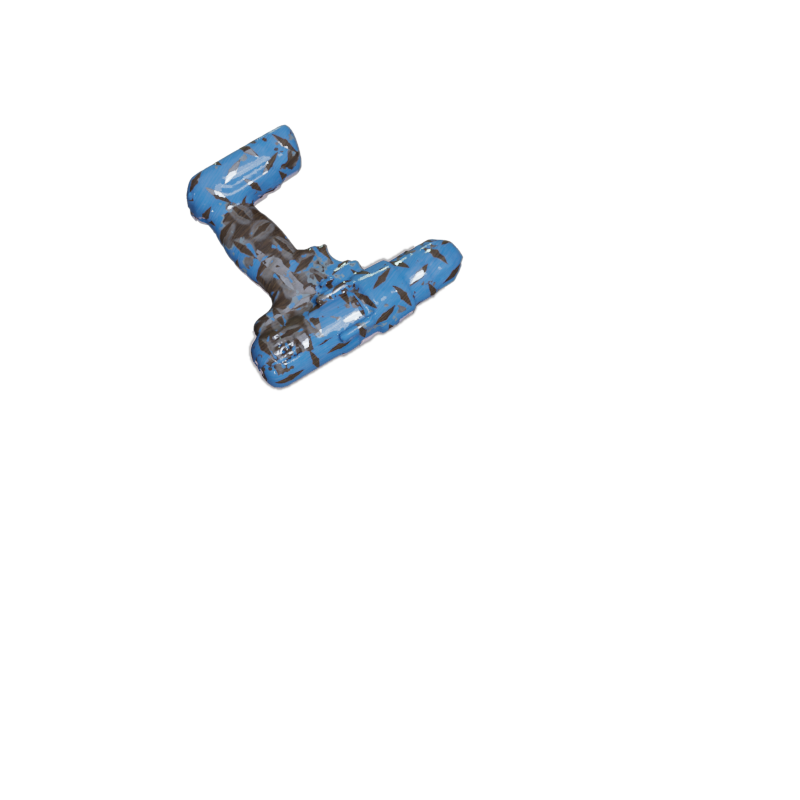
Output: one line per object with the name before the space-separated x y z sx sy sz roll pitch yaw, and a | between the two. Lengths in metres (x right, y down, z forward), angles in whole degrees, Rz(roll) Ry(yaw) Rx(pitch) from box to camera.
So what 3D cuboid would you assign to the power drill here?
power drill | -0.069 -0.126 0.882 0.184 0.197 0.054 -31 -19 -13
